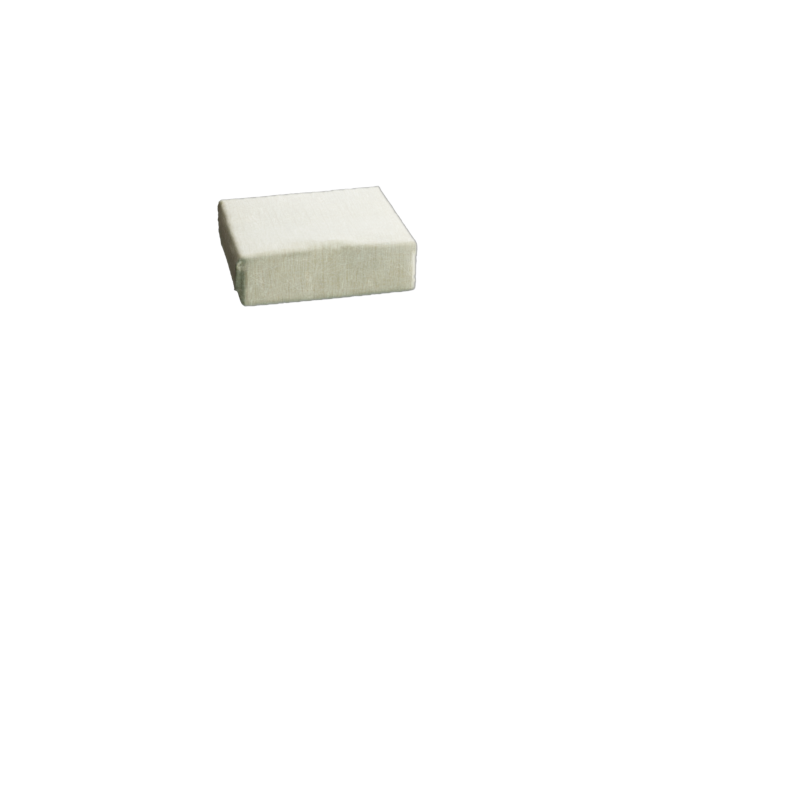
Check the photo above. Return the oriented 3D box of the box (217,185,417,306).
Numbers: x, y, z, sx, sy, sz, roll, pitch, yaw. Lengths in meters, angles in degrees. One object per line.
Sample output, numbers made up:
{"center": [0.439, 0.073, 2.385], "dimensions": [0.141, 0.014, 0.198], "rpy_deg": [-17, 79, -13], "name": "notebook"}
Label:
{"center": [-0.044, -0.080, 0.557], "dimensions": [0.088, 0.028, 0.078], "rpy_deg": [-7, 31, -11], "name": "box"}
